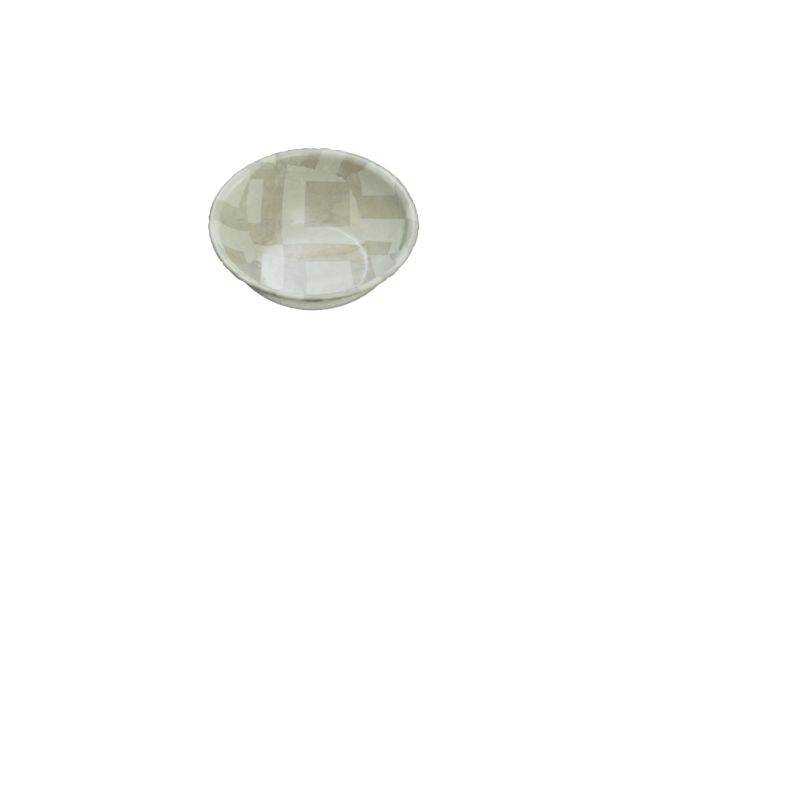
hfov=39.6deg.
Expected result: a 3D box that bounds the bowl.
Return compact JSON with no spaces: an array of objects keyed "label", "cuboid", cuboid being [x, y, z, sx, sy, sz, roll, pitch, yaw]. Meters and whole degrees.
[{"label":"bowl","cuboid":[-0.068,-0.124,0.868,0.162,0.174,0.051,-1,-39,-1]}]
